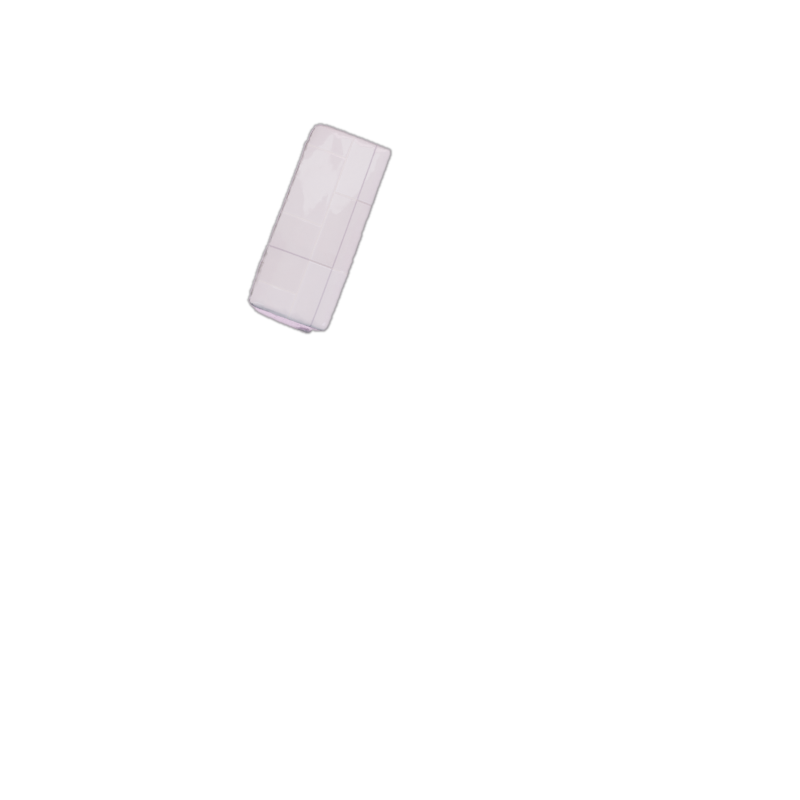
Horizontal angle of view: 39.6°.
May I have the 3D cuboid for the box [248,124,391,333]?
[{"bbox_3d":[-0.047,-0.085,0.596,0.048,0.094,0.176,20,-1,-4],"label":"box"}]
